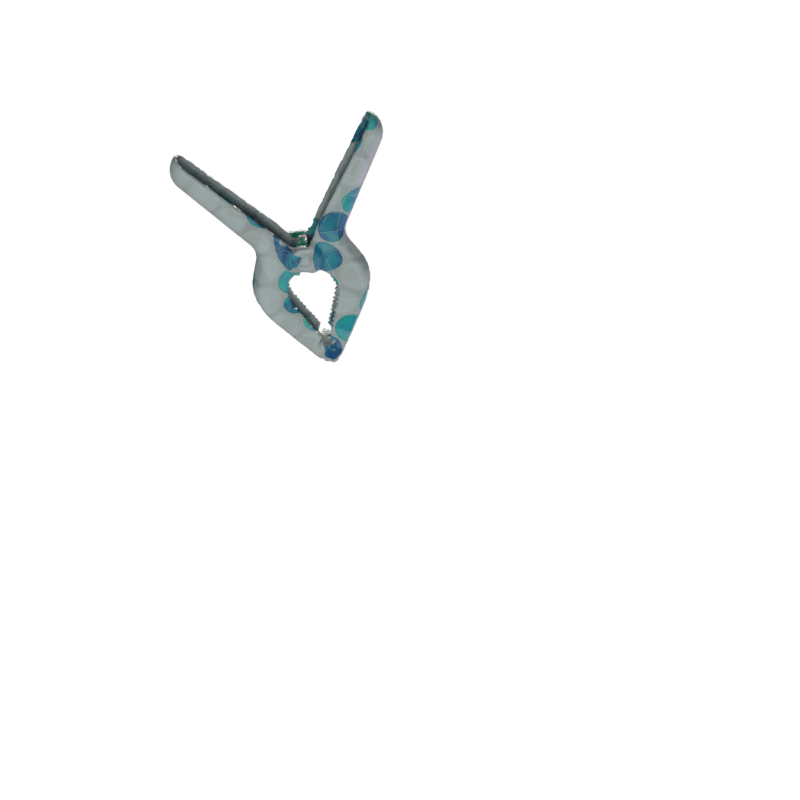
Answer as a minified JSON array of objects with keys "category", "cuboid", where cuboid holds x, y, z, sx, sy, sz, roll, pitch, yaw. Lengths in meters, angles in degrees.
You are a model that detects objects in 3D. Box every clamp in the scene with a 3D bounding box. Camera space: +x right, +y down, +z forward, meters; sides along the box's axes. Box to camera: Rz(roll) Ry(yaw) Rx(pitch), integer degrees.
[{"category":"clamp","cuboid":[-0.069,-0.125,0.876,0.165,0.197,0.039,-17,29,9]}]
